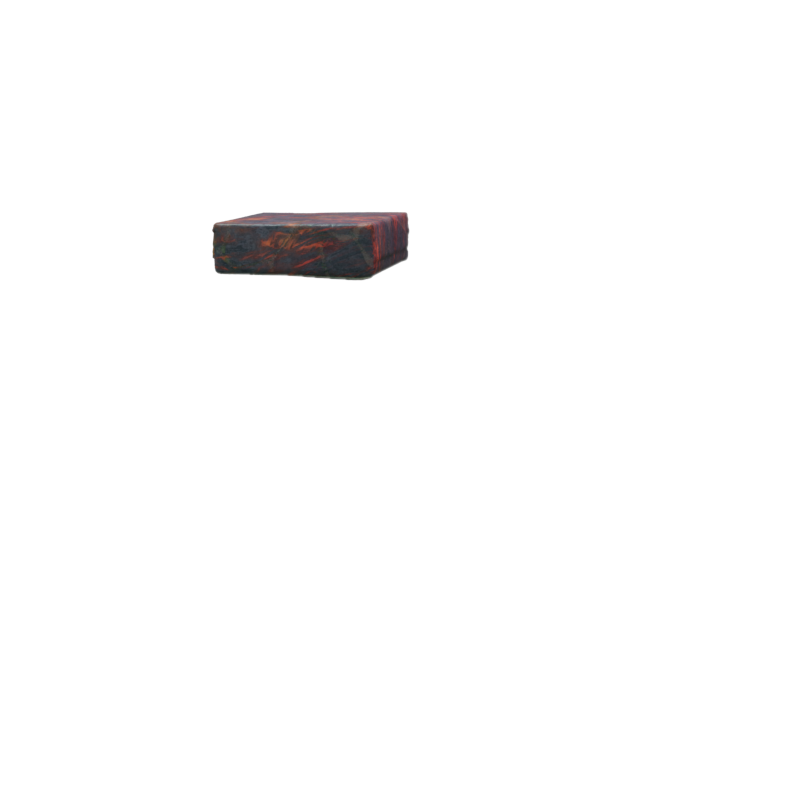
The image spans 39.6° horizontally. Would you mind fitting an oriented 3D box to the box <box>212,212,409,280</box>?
[{"bbox_3d":[-0.059,-0.108,0.754,0.116,0.038,0.090,5,15,17],"label":"box"}]
